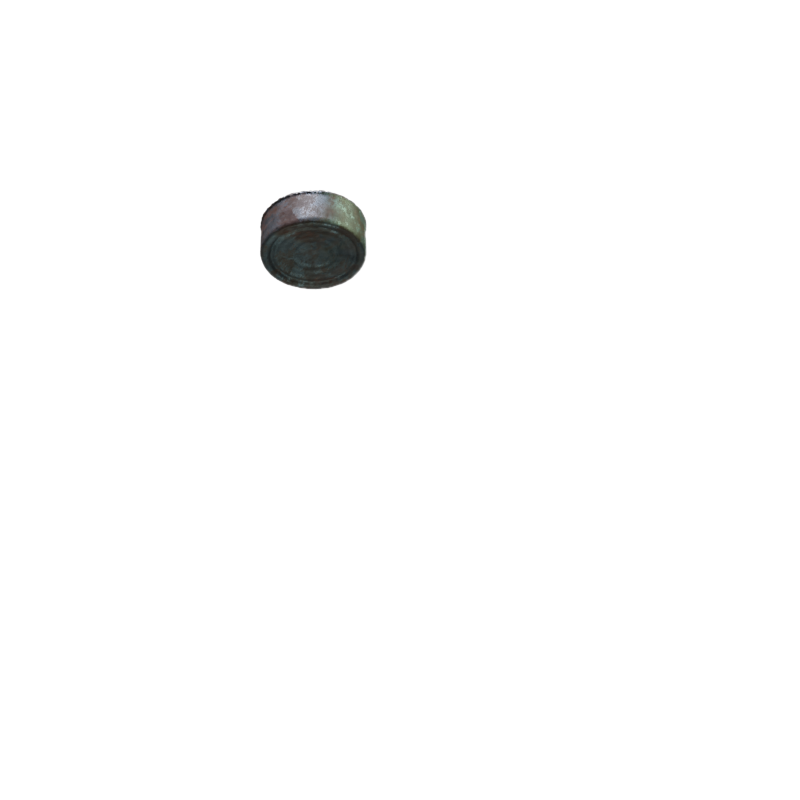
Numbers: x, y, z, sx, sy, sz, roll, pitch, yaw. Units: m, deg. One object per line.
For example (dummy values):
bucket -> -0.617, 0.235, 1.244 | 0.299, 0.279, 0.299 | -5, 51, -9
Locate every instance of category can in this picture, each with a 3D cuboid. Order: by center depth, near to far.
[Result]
can -> -0.069, -0.127, 0.887 | 0.086, 0.036, 0.080 | 1, -36, -2
